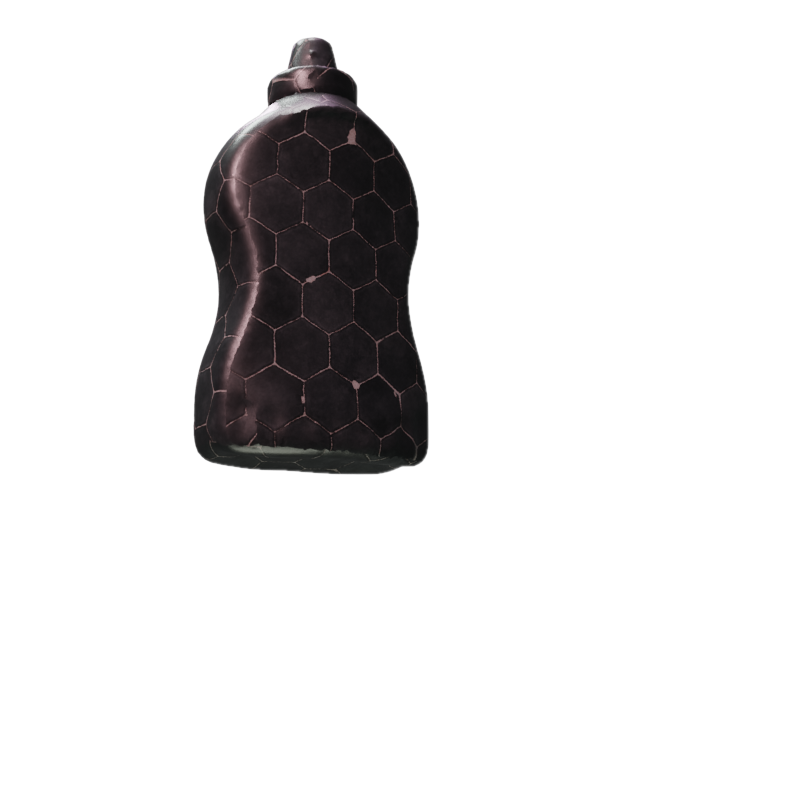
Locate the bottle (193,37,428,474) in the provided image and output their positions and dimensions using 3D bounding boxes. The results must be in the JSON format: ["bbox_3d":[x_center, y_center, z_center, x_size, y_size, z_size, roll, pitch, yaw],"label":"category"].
[{"bbox_3d":[-0.038,-0.068,0.479,0.093,0.200,0.058,7,-19,-24],"label":"bottle"}]
